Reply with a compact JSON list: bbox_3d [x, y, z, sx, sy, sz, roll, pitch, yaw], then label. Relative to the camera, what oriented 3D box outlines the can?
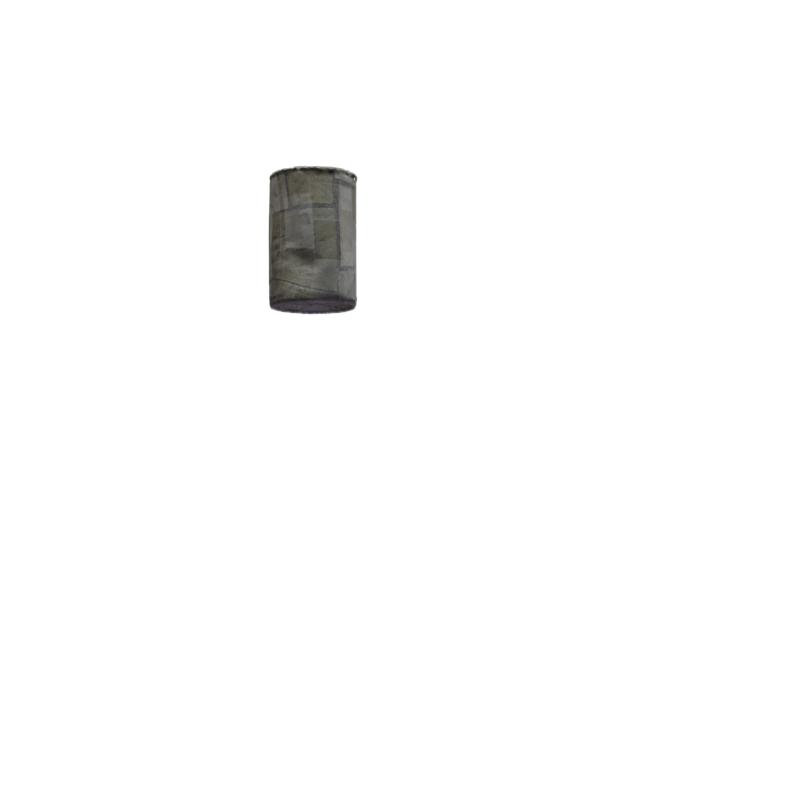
[{"bbox_3d":[-0.066,-0.120,0.842,0.068,0.105,0.067,0,-10,-2],"label":"can"}]
